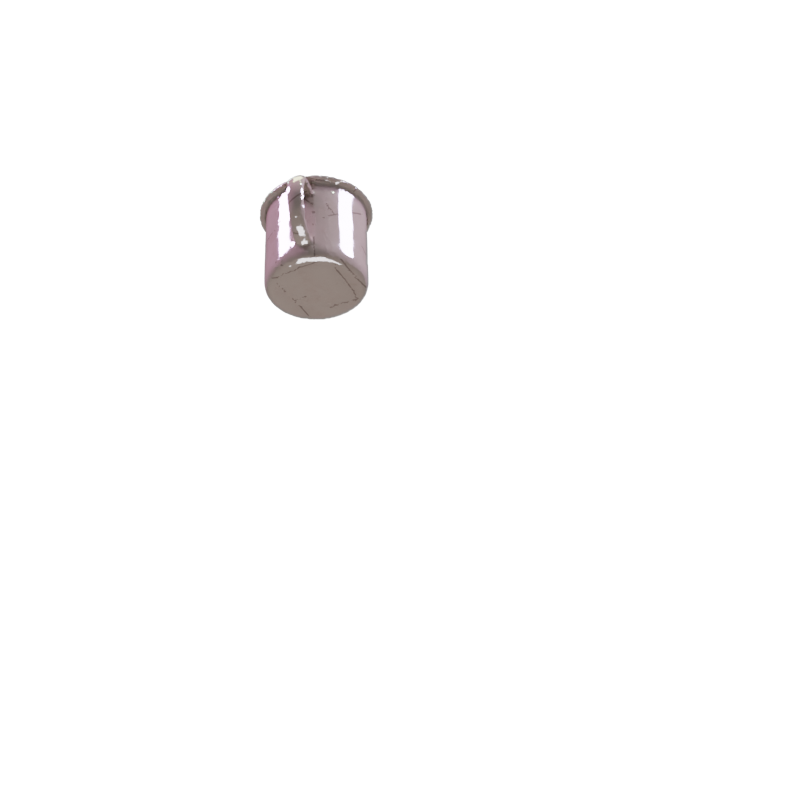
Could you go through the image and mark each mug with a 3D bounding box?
[{"bbox_3d":[-0.069,-0.125,0.878,0.094,0.087,0.108,-7,-38,6],"label":"mug"}]
